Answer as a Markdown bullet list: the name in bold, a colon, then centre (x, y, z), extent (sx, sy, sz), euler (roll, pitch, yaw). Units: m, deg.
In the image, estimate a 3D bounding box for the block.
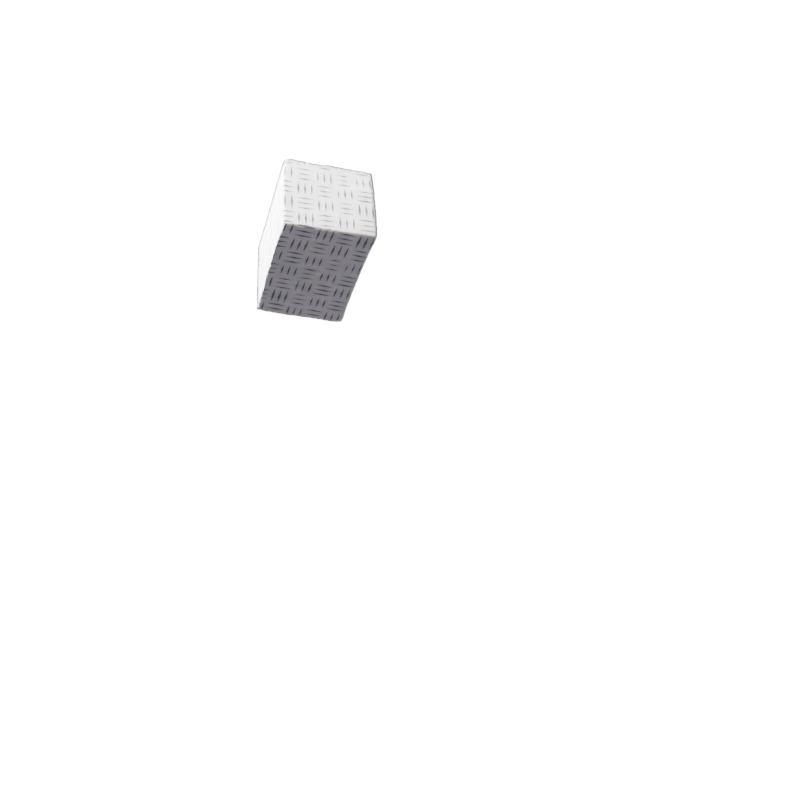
- **block**: centre (-0.049, -0.090, 0.628), extent (0.052, 0.055, 0.074), euler (9, -39, -14)
